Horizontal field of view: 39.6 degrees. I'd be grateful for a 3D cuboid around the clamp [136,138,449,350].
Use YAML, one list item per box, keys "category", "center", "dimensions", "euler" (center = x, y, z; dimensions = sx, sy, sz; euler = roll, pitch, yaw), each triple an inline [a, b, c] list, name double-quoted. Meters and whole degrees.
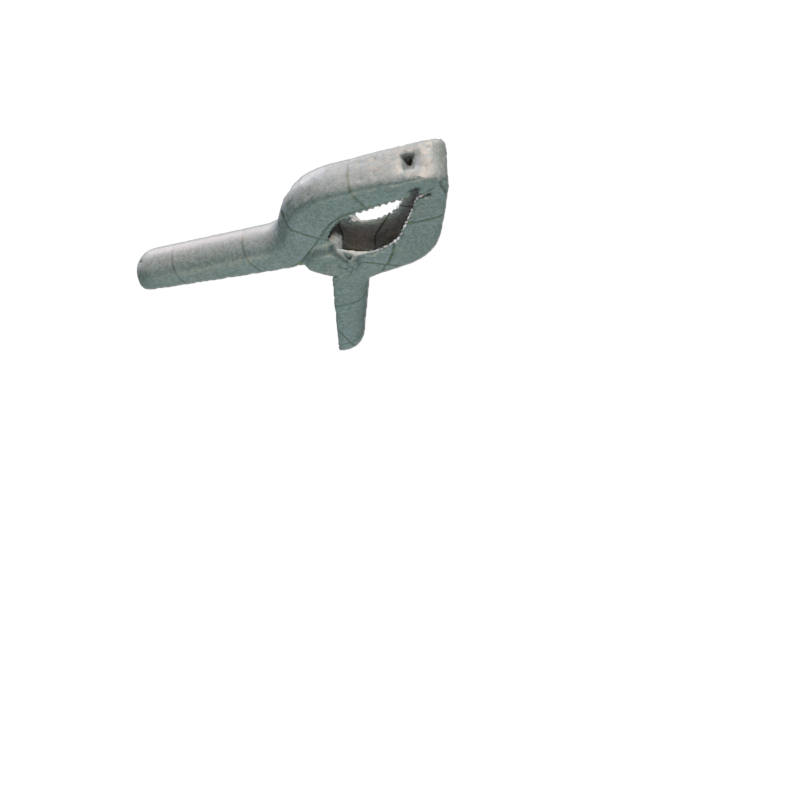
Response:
- category: "clamp"
  center: [-0.051, -0.093, 0.654]
  dimensions: [0.158, 0.039, 0.206]
  euler: [13, -28, -26]
